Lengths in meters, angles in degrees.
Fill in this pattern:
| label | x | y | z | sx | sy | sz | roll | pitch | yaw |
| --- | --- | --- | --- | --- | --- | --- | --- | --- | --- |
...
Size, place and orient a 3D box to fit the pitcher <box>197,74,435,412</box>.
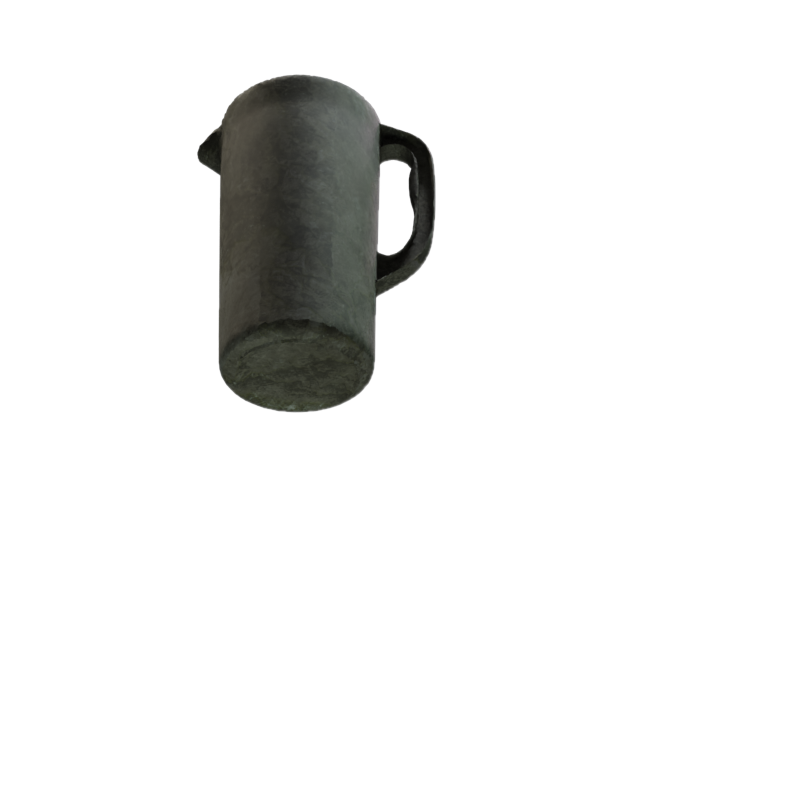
| label | x | y | z | sx | sy | sz | roll | pitch | yaw |
| --- | --- | --- | --- | --- | --- | --- | --- | --- | --- |
| pitcher | -0.065 | -0.119 | 0.833 | 0.148 | 0.260 | 0.136 | -31 | -45 | 33 |
